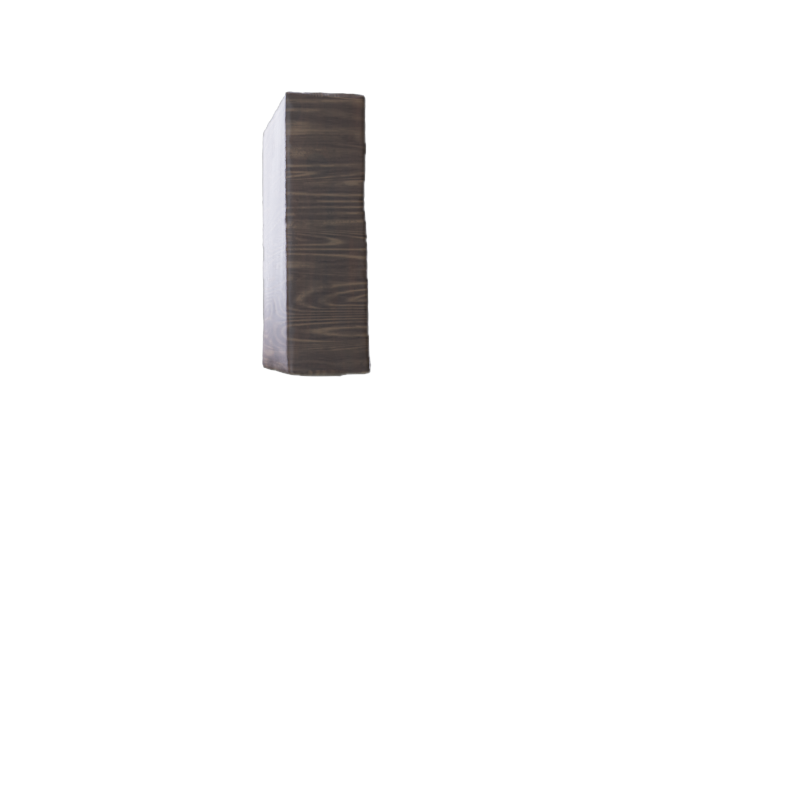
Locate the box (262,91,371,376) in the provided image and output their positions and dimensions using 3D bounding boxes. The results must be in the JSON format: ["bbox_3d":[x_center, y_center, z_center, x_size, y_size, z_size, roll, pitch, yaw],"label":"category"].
[{"bbox_3d":[-0.071,-0.129,0.906,0.071,0.216,0.165,1,-2,-13],"label":"box"}]
